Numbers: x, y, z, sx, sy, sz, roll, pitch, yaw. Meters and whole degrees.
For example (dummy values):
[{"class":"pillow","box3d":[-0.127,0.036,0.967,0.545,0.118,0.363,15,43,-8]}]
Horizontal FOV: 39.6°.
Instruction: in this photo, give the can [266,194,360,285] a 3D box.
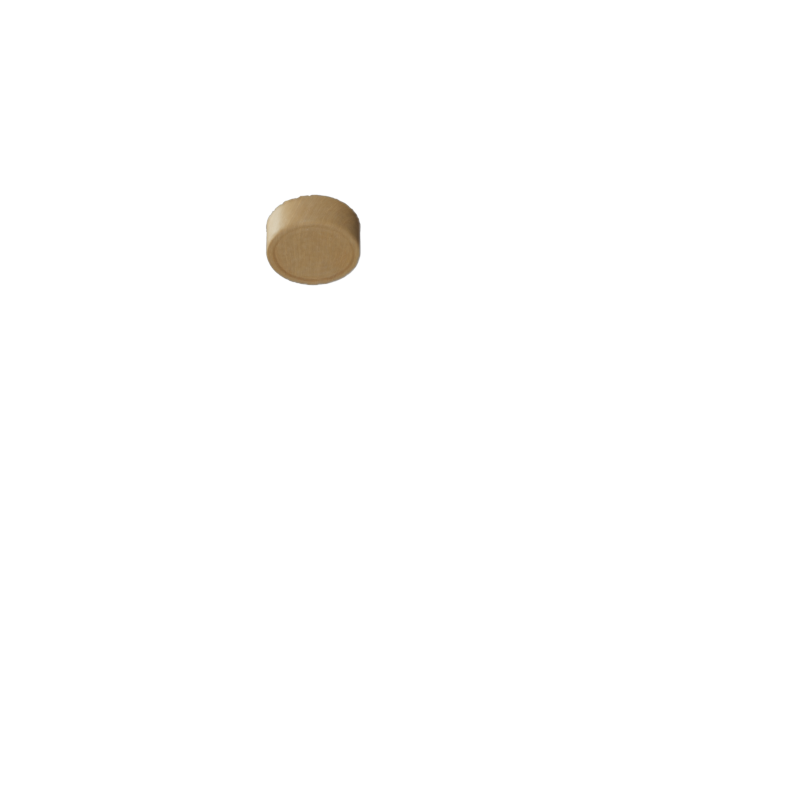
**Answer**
[{"class":"can","box3d":[-0.078,-0.141,0.990,0.086,0.036,0.080,1,-39,-2]}]
